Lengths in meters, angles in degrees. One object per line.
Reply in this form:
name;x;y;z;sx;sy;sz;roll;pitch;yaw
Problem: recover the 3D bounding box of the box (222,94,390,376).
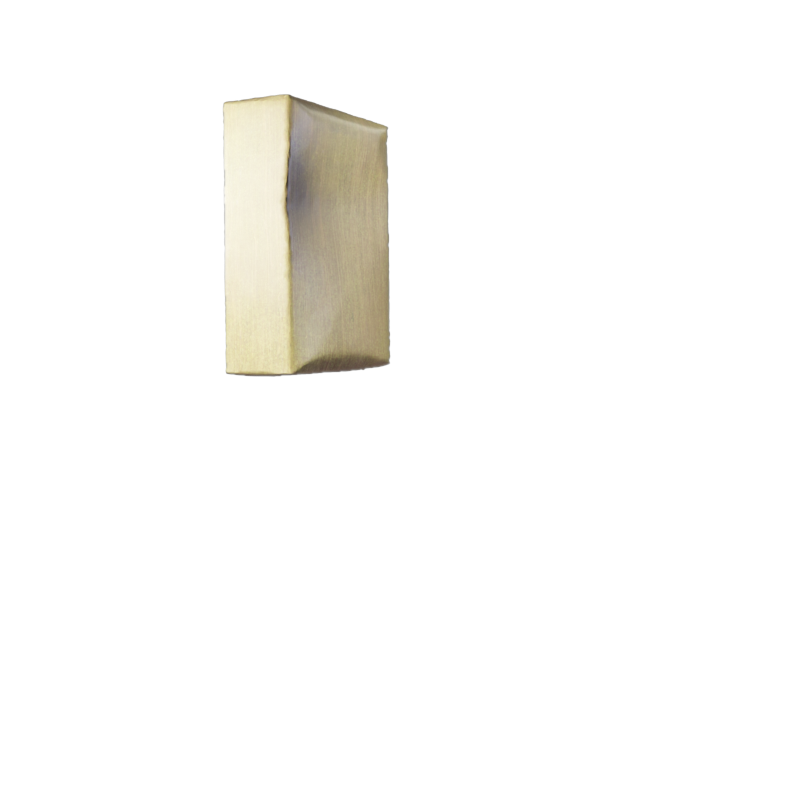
box;-0.071;-0.130;0.908;0.074;0.216;0.158;-2;-2;29
